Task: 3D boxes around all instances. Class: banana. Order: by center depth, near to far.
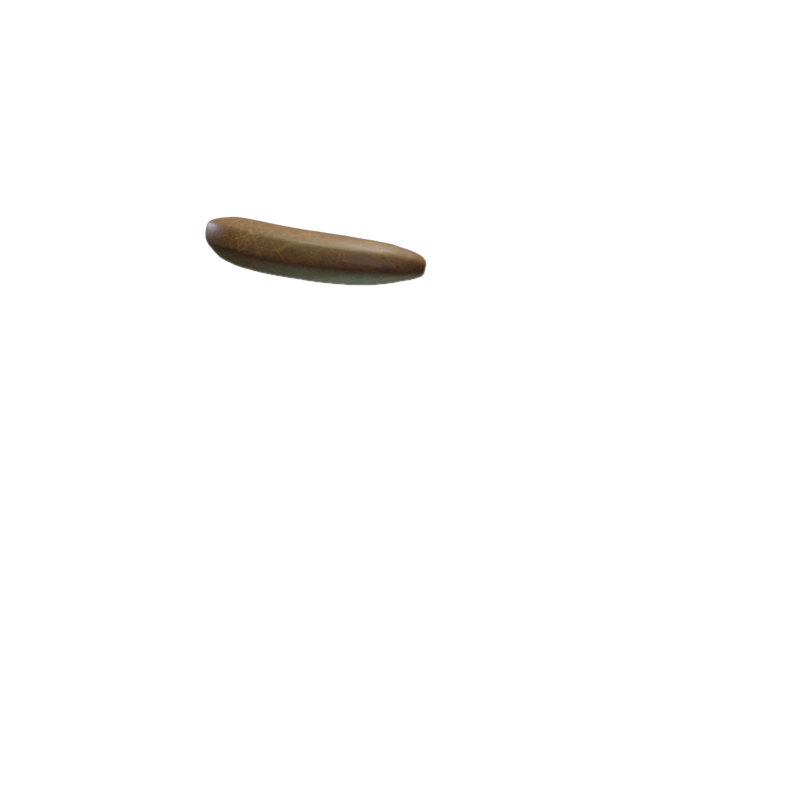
[{"bbox_3d":[-0.080,-0.116,0.841,0.208,0.035,0.069,16,28,31],"label":"banana"}]
